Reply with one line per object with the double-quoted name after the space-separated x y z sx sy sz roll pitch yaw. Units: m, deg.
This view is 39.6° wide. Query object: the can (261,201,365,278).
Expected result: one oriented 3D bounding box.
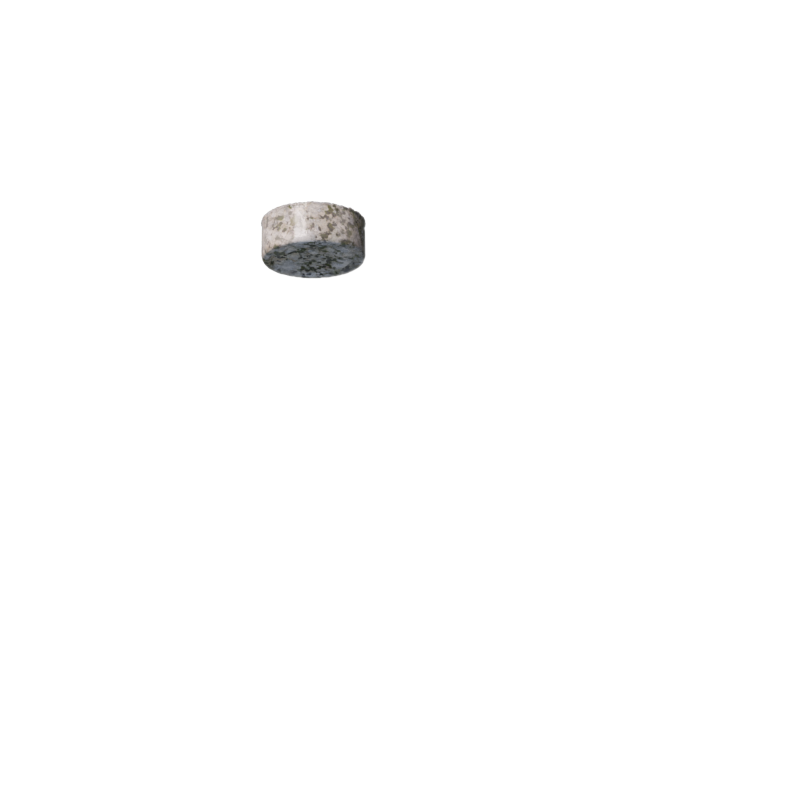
-0.071 -0.129 0.903 0.086 0.035 0.082 0 -16 -2 "can"
